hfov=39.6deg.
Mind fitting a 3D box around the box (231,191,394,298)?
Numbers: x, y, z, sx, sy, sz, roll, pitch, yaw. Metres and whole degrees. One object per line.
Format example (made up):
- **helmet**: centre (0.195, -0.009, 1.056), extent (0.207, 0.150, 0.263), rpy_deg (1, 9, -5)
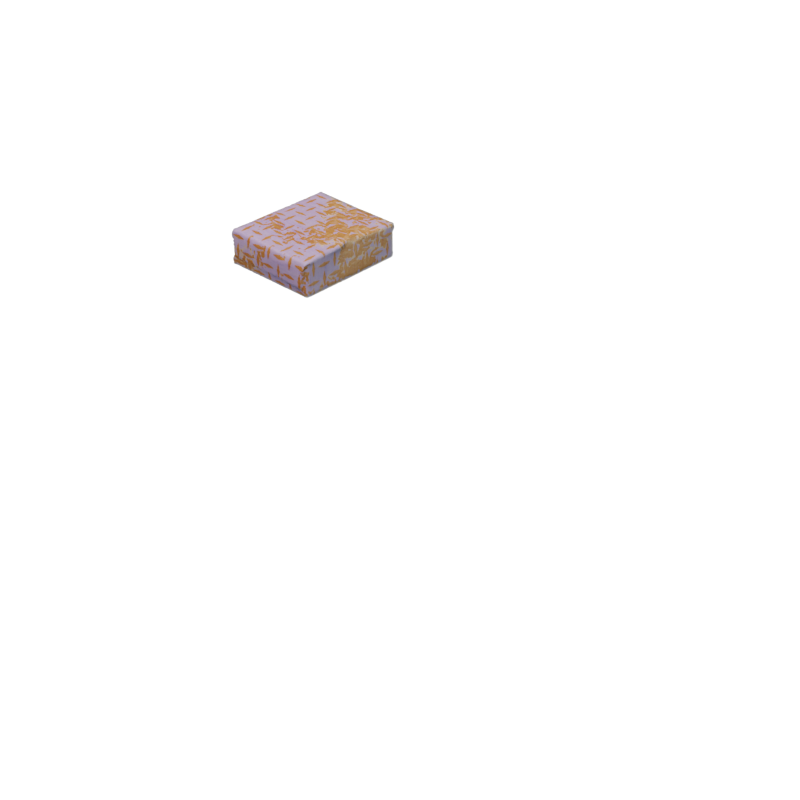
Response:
- **box**: centre (-0.060, -0.110, 0.768), extent (0.078, 0.028, 0.089), rpy_deg (27, 42, 35)
